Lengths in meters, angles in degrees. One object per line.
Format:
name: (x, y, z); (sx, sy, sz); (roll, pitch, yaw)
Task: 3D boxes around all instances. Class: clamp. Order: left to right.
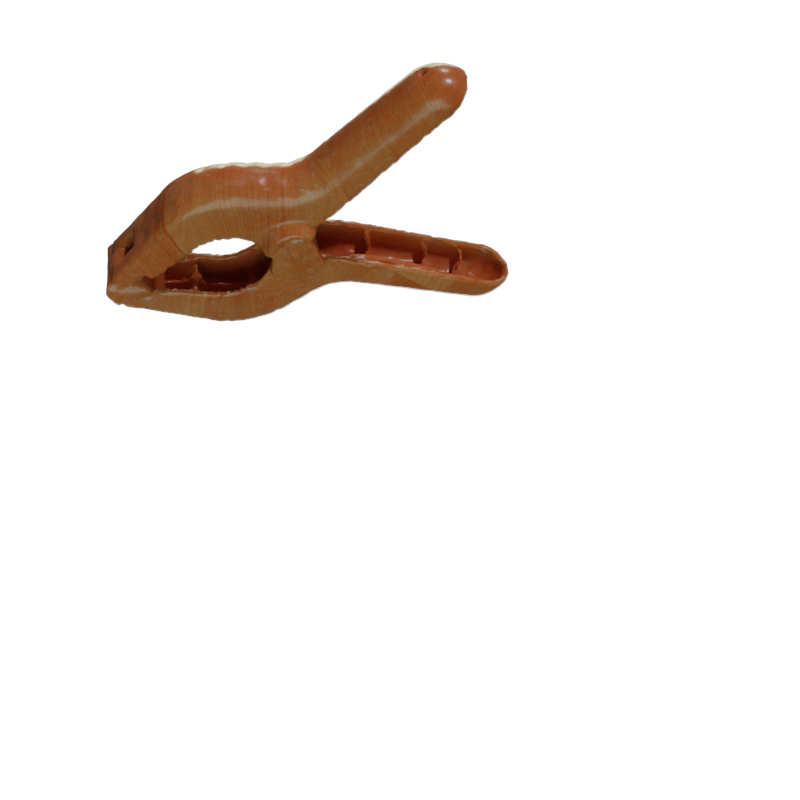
clamp: (-0.037, -0.067, 0.469); (0.173, 0.042, 0.111); (-17, -49, 15)
